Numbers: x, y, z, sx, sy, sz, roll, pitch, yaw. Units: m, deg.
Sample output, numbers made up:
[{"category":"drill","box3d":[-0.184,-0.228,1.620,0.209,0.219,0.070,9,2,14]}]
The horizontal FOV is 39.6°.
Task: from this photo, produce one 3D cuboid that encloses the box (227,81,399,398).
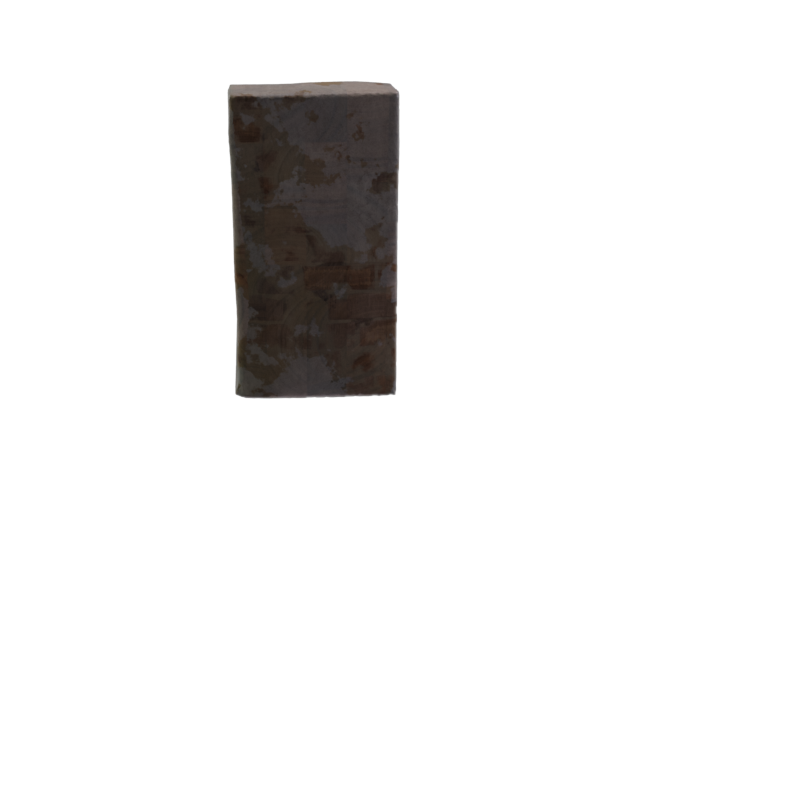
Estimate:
[{"category":"box","box3d":[-0.049,-0.089,0.624,0.093,0.170,0.050,-1,16,-5]}]
